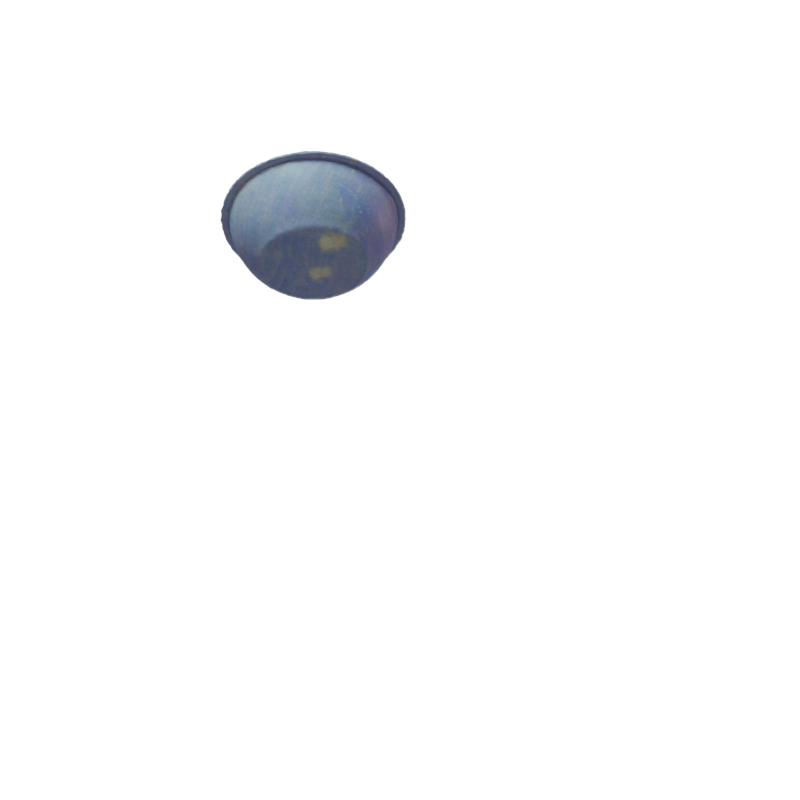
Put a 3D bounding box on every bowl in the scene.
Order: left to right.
[{"bbox_3d":[-0.075,-0.136,0.953,0.162,0.059,0.151,1,-40,-1],"label":"bowl"}]
